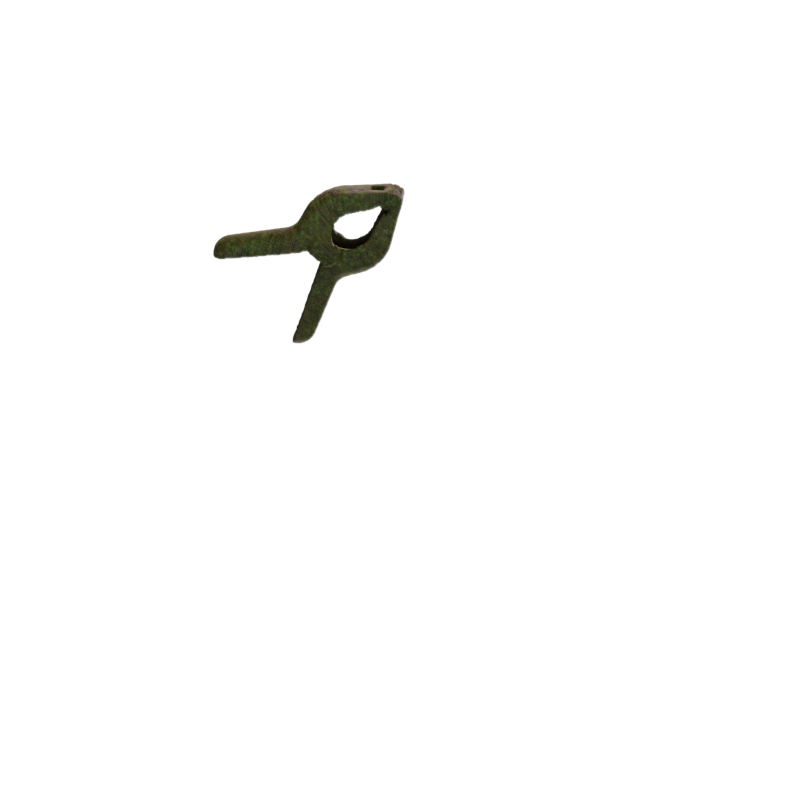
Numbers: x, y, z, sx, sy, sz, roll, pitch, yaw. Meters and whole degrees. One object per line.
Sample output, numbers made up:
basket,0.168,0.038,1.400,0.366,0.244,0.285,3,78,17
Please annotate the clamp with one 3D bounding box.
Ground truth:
clamp,-0.075,-0.136,0.953,0.115,0.169,0.042,39,22,-19
